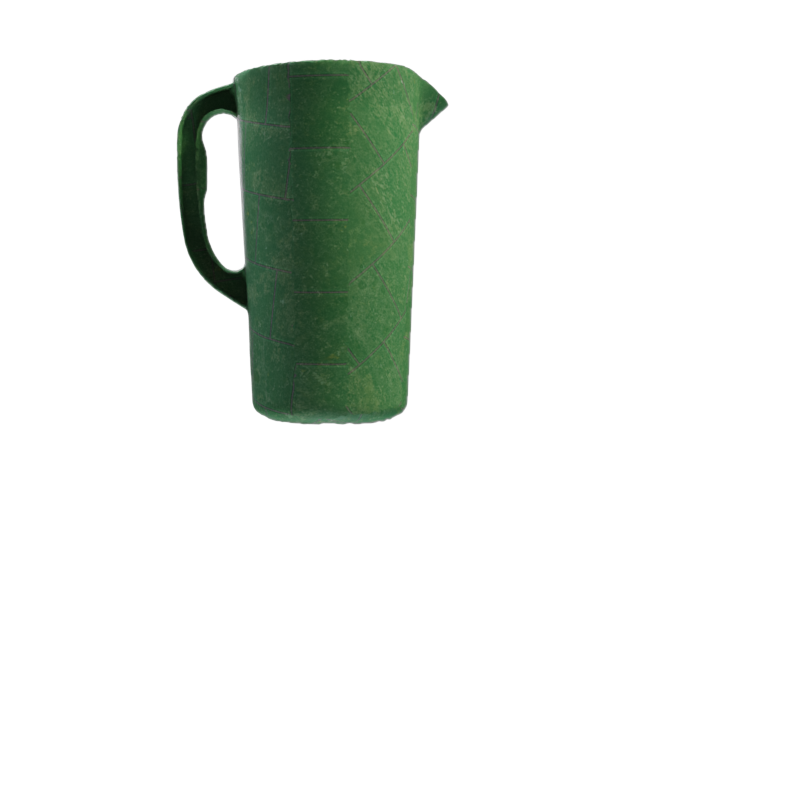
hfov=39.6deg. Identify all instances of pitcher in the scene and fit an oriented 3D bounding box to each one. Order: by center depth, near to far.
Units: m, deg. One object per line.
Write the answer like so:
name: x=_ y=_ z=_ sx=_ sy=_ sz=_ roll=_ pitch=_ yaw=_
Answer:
pitcher: x=-0.060 y=-0.110 z=0.772 sx=0.155 sy=0.244 sz=0.139 roll=0 pitch=0 yaw=43
